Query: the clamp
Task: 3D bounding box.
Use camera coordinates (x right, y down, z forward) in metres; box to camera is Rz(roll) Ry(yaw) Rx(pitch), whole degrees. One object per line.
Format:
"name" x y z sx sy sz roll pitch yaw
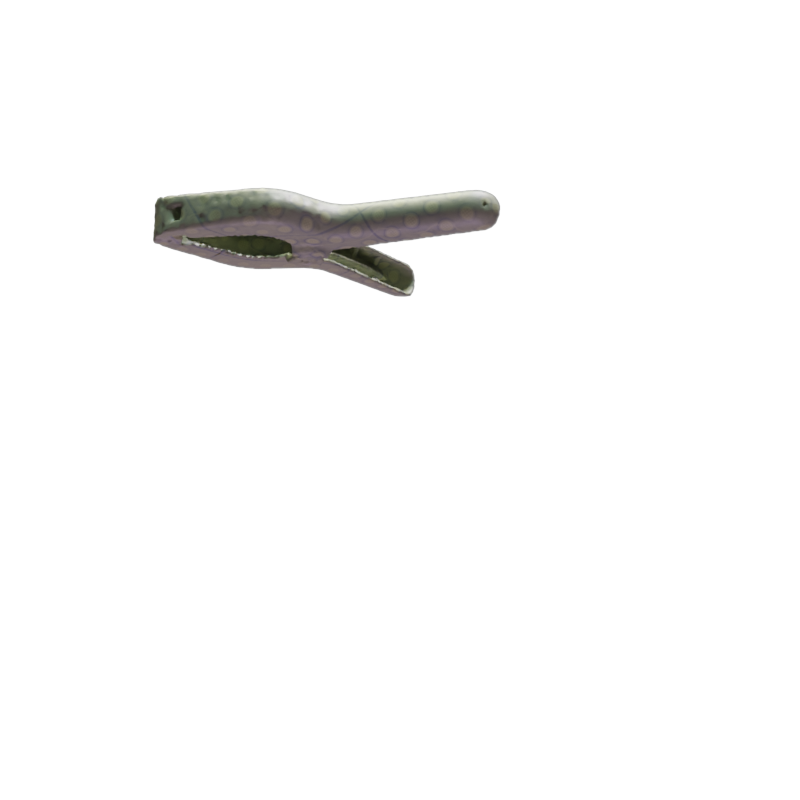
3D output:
"clamp" -0.058 -0.105 0.736 0.207 0.038 0.160 2 -14 -10
